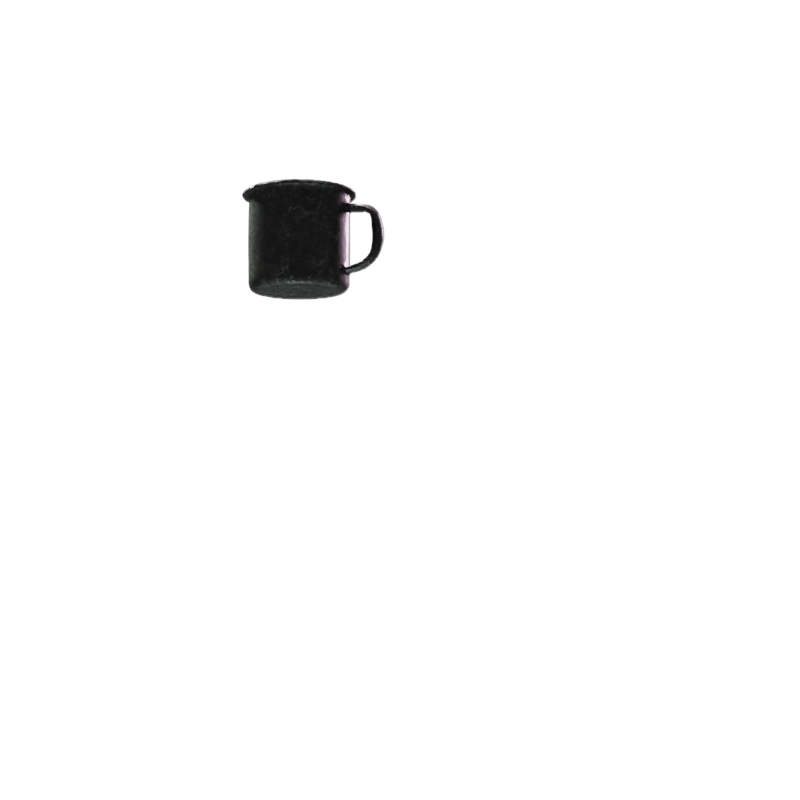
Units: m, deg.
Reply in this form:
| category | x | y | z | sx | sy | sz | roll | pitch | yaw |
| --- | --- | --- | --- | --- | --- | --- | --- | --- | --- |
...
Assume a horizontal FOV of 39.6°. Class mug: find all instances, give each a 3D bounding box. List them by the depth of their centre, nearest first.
| category | x | y | z | sx | sy | sz | roll | pitch | yaw |
| --- | --- | --- | --- | --- | --- | --- | --- | --- | --- |
| mug | -0.070 | -0.127 | 0.890 | 0.119 | 0.084 | 0.089 | -2 | -8 | 15 |
